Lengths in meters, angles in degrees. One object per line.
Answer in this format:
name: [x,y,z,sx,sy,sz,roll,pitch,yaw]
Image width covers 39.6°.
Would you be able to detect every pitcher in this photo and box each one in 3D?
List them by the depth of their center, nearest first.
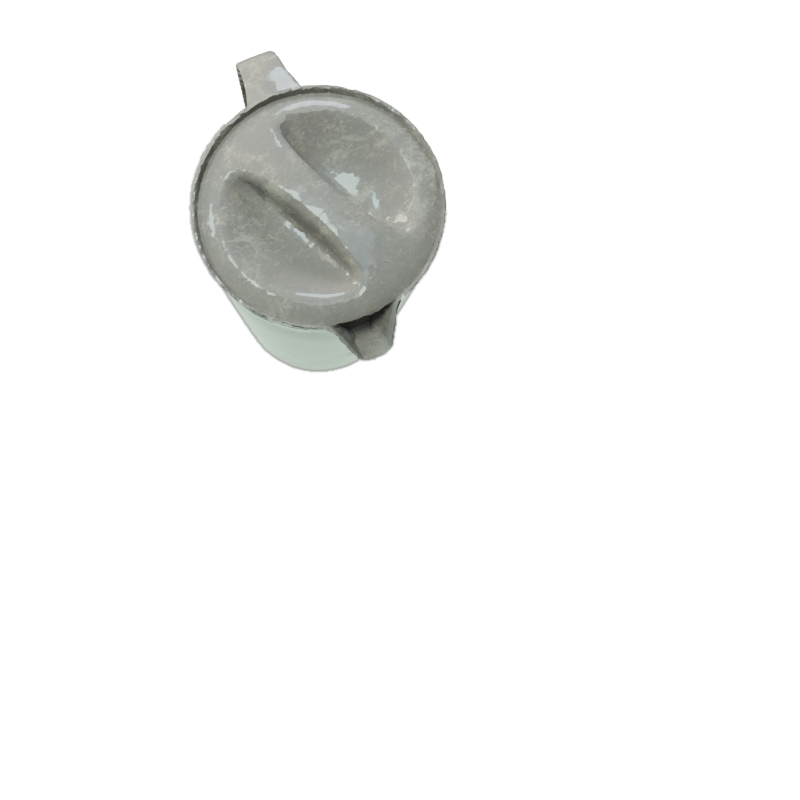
pitcher: [-0.054,-0.098,0.688,0.146,0.152,0.237,22,-10,1]
